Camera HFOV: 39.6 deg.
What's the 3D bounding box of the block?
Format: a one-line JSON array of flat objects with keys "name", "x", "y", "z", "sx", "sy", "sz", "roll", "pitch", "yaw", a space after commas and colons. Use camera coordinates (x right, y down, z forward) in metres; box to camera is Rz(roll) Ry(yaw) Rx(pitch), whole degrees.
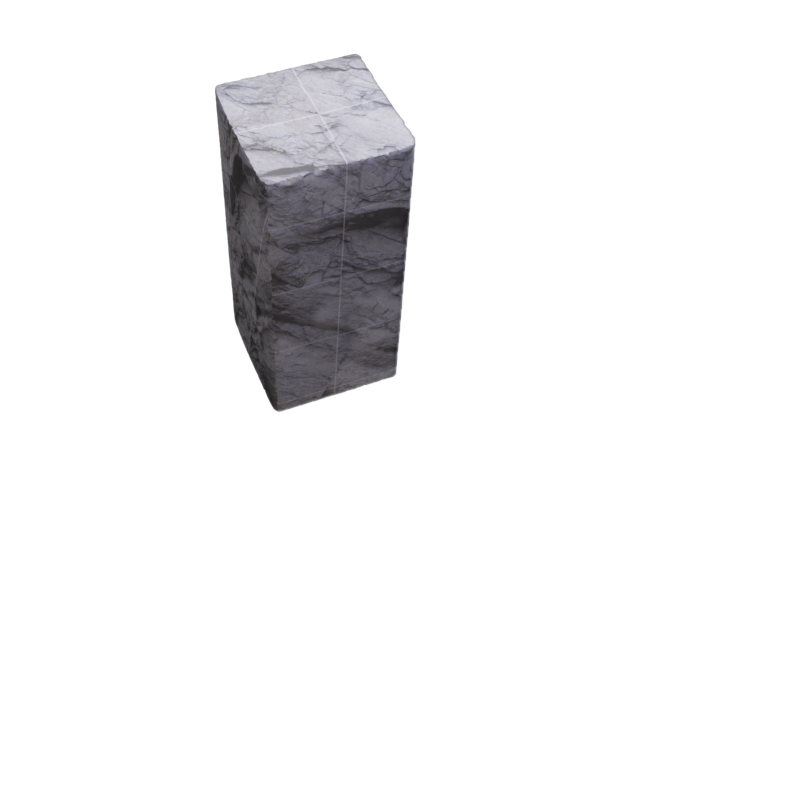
[{"name": "block", "x": -0.054, "y": -0.097, "z": 0.683, "sx": 0.090, "sy": 0.097, "sz": 0.192, "roll": -16, "pitch": -37, "yaw": -16}]
